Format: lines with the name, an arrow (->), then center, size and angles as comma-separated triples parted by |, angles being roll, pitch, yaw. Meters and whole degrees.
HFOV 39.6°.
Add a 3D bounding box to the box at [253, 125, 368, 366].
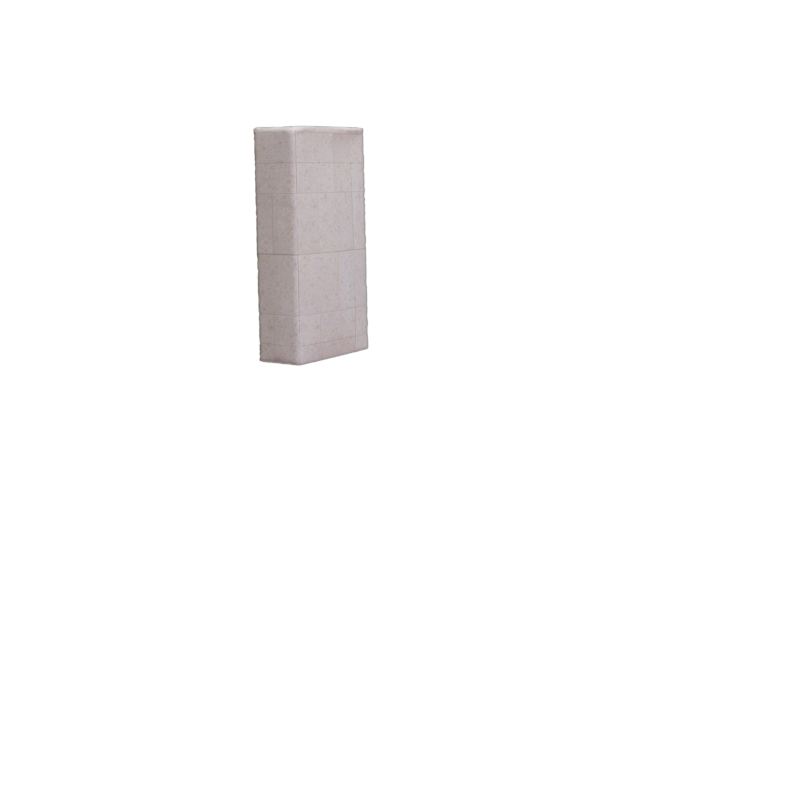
box -> -0.066, -0.121, 0.849 | 0.050, 0.174, 0.091 | 5, 8, 34
